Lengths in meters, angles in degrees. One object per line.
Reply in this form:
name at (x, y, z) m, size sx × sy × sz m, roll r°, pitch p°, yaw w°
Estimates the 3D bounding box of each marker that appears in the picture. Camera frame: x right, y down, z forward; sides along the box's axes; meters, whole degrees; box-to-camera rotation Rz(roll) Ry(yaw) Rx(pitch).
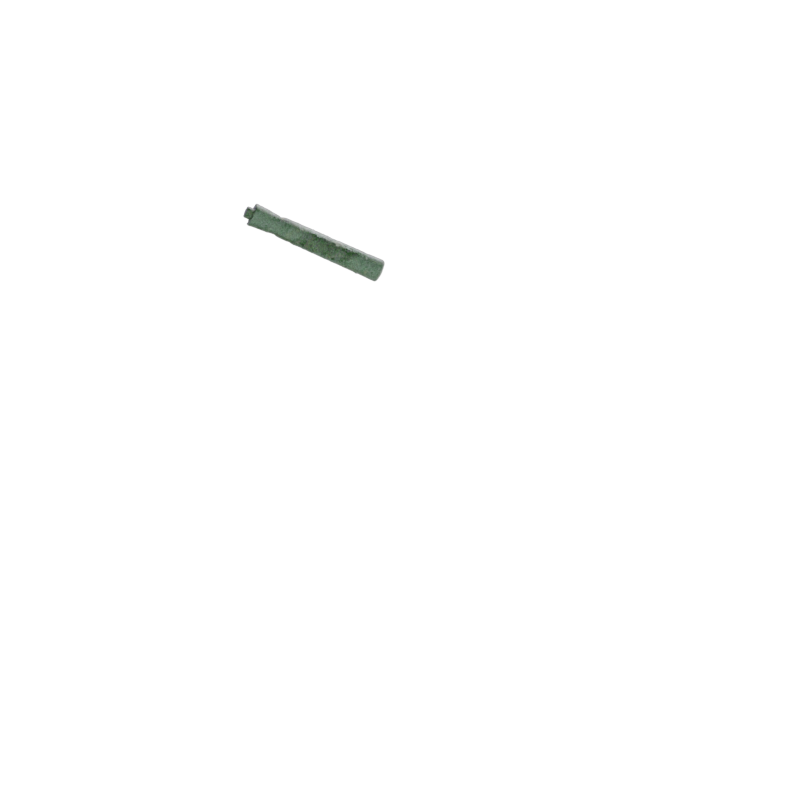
marker at (-0.070, -0.128, 0.895) m, size 0.118 × 0.020 × 0.020 m, roll 23°, pitch -2°, yaw -12°
